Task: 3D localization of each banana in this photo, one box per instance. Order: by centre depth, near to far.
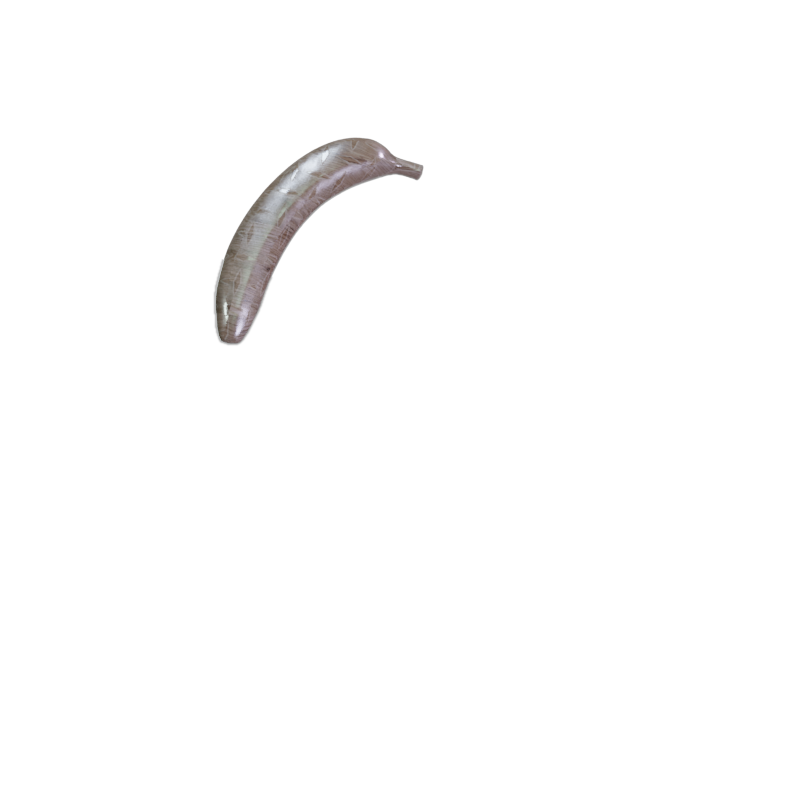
[{"bbox_3d":[-0.072,-0.127,0.787,0.072,0.200,0.035,42,-16,13],"label":"banana"}]
